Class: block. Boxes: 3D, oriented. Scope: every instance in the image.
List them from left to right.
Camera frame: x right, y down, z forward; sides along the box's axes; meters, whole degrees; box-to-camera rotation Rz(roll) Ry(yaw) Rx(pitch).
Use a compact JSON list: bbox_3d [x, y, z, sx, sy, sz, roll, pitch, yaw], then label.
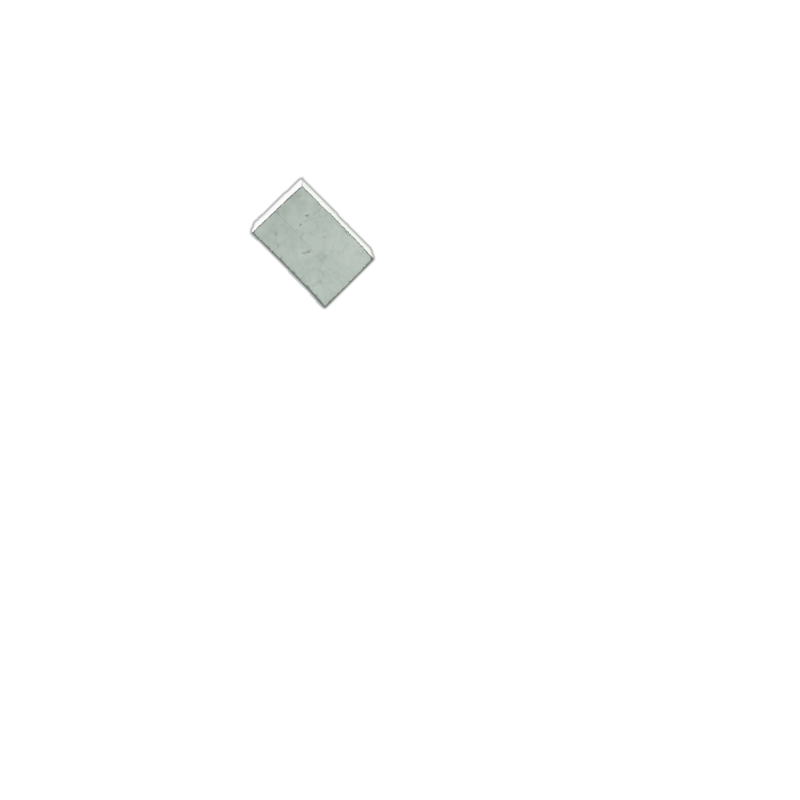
[{"bbox_3d":[-0.064,-0.116,0.813,0.052,0.077,0.052,-43,8,6],"label":"block"}]
